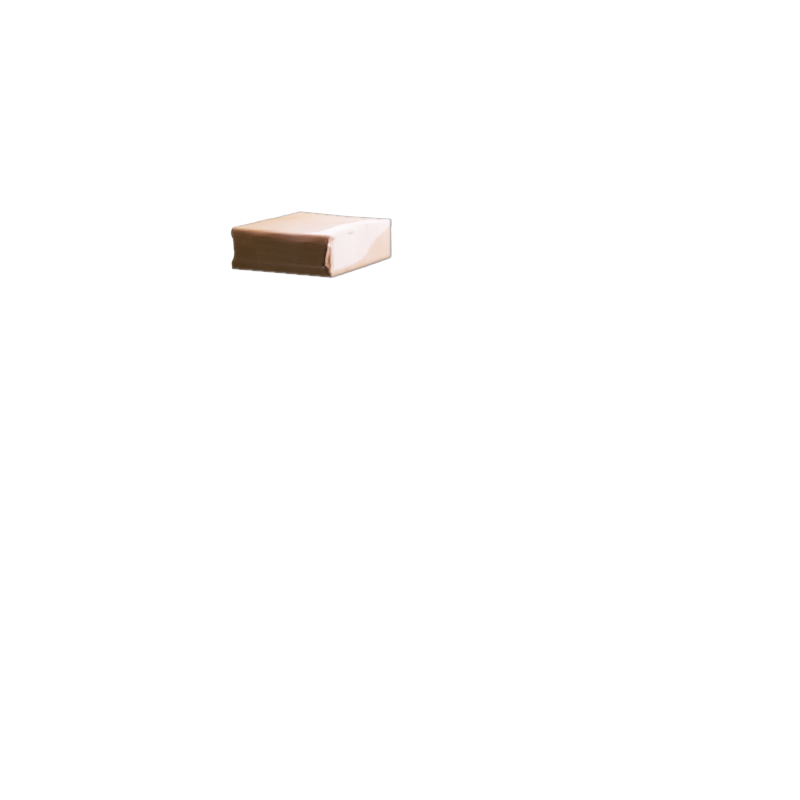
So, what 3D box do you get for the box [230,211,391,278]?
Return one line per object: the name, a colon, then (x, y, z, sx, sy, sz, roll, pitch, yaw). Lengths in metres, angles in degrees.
box: (-0.057, -0.103, 0.723, 0.076, 0.029, 0.088, 8, 18, 26)
